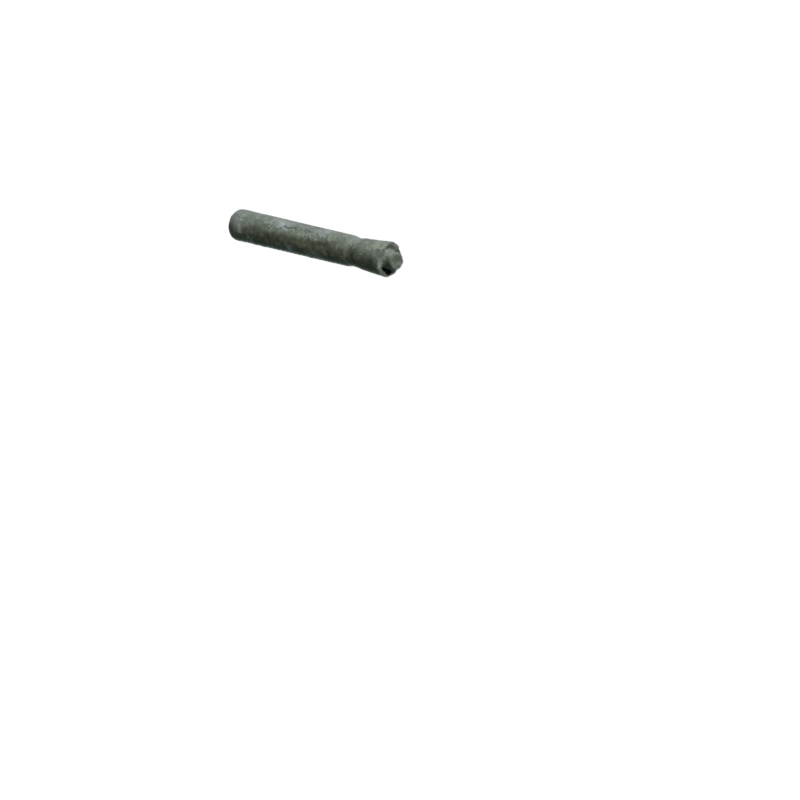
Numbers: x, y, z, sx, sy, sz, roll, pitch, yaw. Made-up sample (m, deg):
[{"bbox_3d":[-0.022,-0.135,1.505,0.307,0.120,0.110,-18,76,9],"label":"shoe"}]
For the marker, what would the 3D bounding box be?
[{"bbox_3d":[-0.047,-0.087,0.606,0.128,0.019,0.019,19,15,40],"label":"marker"}]
